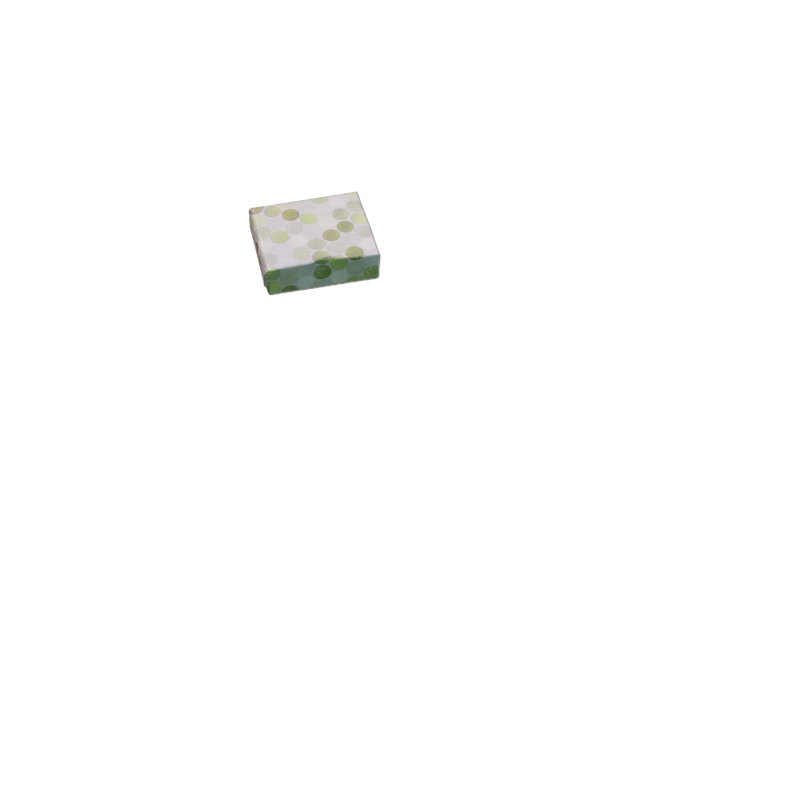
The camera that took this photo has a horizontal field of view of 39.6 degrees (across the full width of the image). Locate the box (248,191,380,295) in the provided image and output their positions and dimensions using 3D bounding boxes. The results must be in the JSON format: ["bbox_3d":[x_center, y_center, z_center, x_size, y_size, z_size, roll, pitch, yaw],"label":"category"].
[{"bbox_3d":[-0.067,-0.121,0.849,0.088,0.079,0.028,-10,-41,-9],"label":"box"}]
